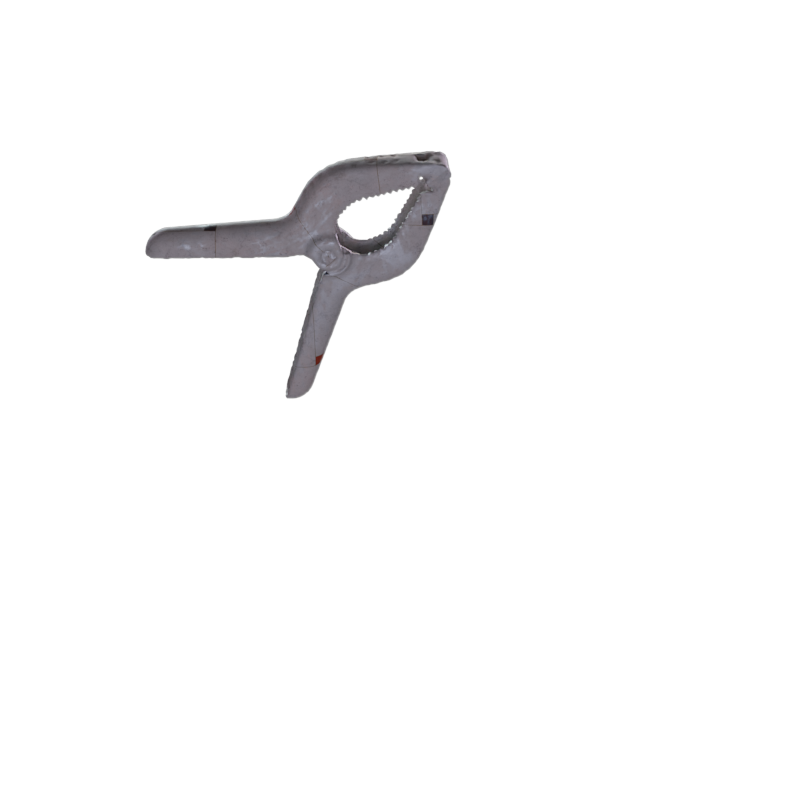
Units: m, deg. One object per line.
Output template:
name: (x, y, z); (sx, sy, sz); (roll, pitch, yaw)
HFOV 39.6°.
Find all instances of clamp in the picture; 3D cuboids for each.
clamp: (-0.060, -0.109, 0.763); (0.208, 0.157, 0.039); (-40, 22, 20)
